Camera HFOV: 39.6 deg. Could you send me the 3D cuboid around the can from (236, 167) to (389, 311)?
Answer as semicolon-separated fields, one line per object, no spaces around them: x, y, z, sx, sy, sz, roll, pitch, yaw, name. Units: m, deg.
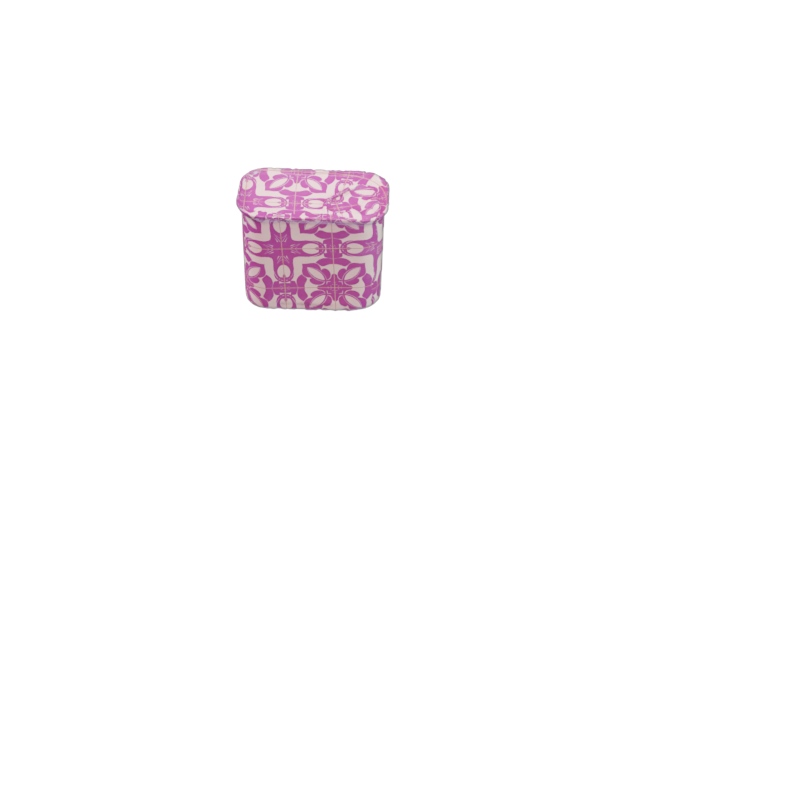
-0.060;-0.110;0.767;0.102;0.078;0.061;3;41;1;can
